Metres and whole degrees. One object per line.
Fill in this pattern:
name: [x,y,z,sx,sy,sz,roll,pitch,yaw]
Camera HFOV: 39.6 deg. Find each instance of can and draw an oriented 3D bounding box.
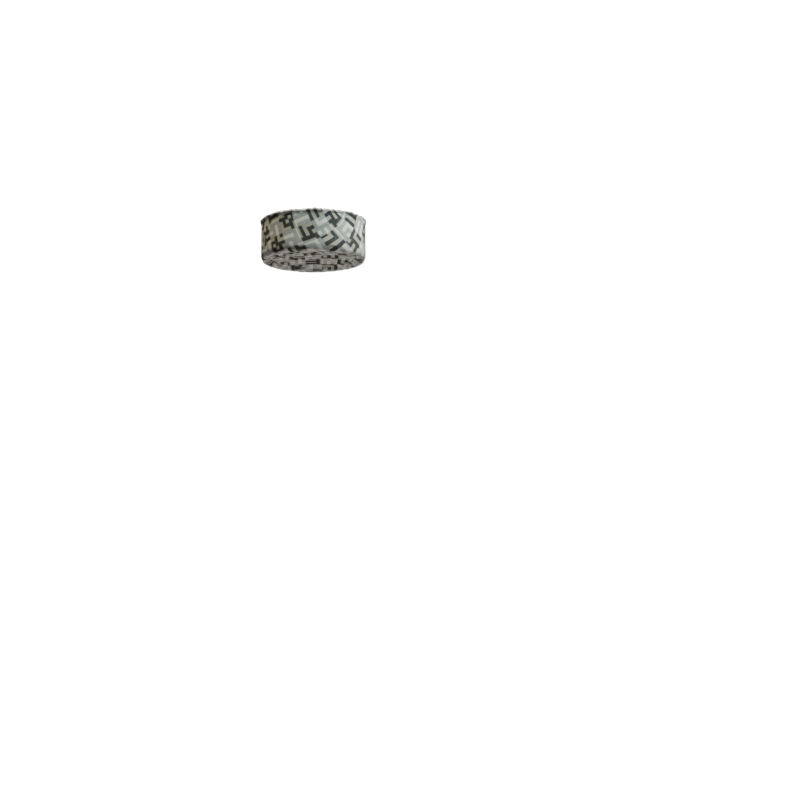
can: [-0.070,-0.128,0.896,0.086,0.034,0.084,0,-7,-2]
